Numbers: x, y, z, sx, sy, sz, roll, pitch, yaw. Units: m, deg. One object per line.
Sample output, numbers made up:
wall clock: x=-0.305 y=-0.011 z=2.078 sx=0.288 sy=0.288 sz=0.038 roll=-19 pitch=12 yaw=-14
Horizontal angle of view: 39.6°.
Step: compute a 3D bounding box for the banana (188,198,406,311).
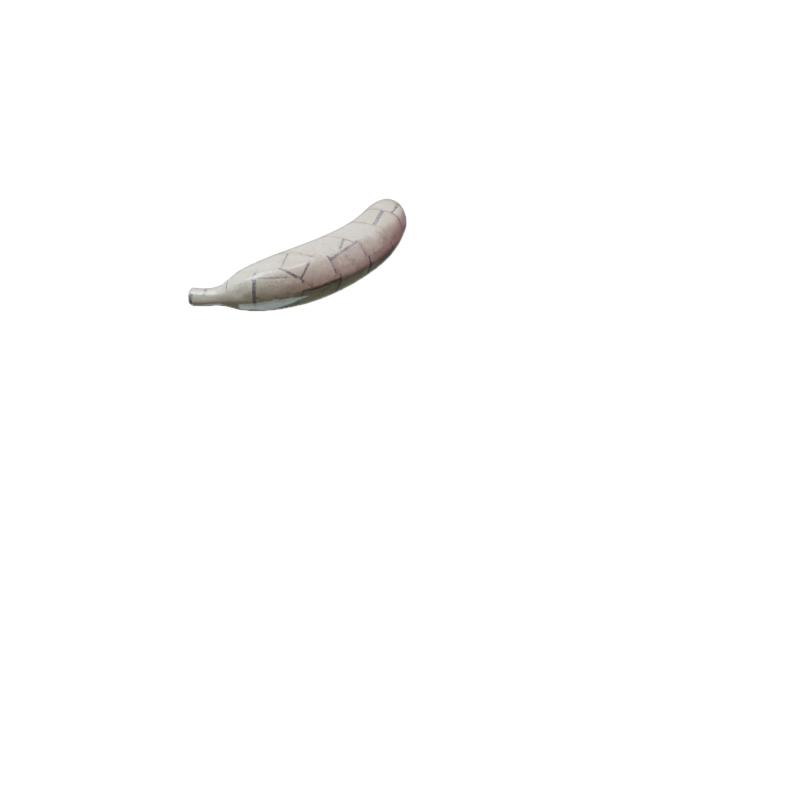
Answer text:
banana: x=-0.049 y=-0.101 z=0.755 sx=0.074 sy=0.035 sz=0.197 roll=25 pitch=39 yaw=35
